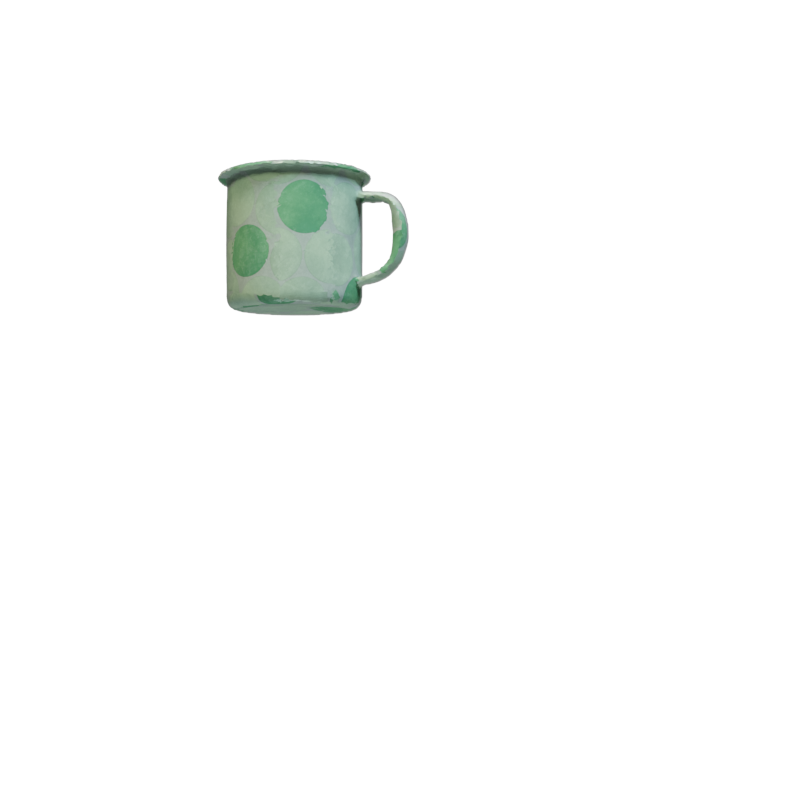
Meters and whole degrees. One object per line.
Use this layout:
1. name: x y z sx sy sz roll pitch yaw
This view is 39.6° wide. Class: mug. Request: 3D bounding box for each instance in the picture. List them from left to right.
1. mug: -0.052 -0.095 0.665 0.119 0.083 0.090 -1 -5 15
